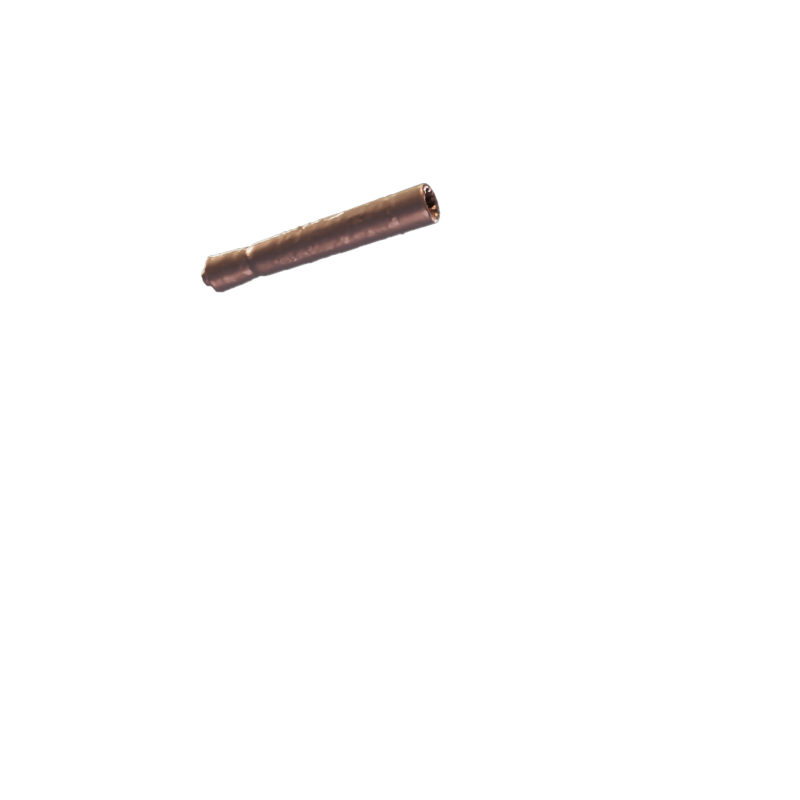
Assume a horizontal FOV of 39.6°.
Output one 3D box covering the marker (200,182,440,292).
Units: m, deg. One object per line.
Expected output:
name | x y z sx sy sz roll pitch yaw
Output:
marker | -0.040 -0.073 0.512 0.122 0.020 0.019 -14 -2 25
